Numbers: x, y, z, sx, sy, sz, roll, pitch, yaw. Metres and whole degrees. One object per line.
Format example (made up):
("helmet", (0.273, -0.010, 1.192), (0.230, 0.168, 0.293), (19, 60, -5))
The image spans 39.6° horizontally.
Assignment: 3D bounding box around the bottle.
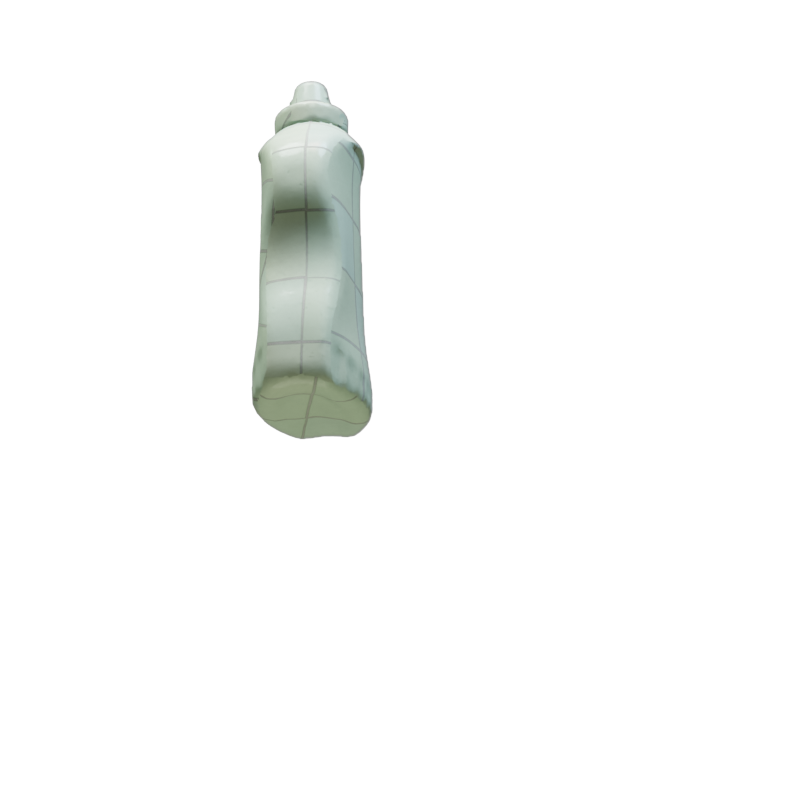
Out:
("bottle", (-0.046, -0.083, 0.585), (0.059, 0.202, 0.090), (-5, -23, 8))
